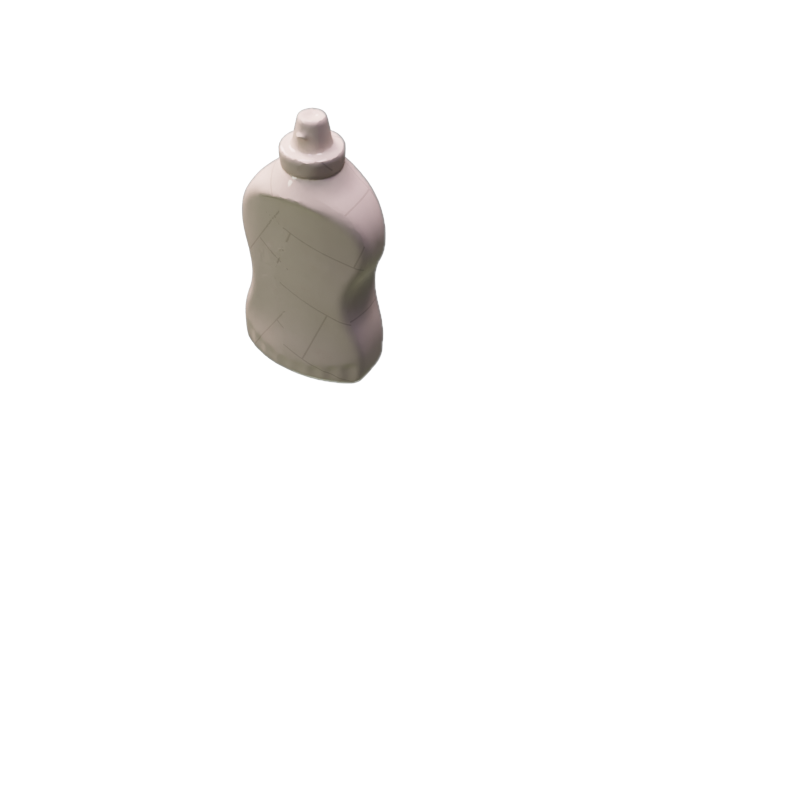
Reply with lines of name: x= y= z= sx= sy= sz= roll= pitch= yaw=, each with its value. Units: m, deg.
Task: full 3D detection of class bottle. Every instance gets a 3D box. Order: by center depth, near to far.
bottle: x=-0.056 y=-0.102 z=0.717 sx=0.101 sy=0.179 sz=0.060 roll=25 pitch=45 yaw=23
